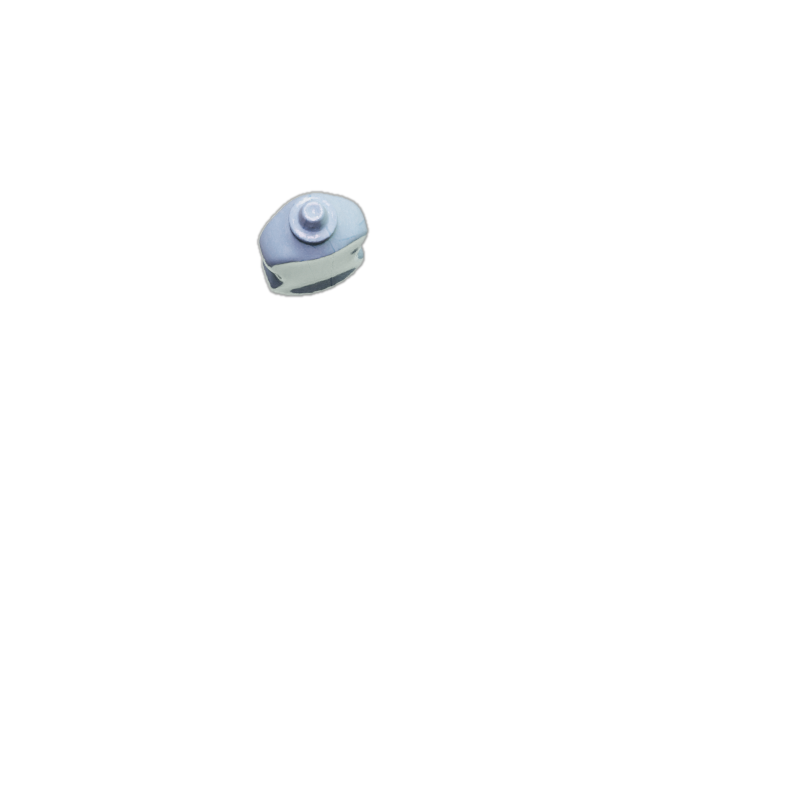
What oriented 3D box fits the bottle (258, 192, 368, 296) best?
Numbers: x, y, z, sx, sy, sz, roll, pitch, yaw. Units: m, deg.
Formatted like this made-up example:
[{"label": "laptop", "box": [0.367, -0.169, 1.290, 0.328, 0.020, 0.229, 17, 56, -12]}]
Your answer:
[{"label": "bottle", "box": [-0.077, -0.141, 0.984, 0.096, 0.060, 0.187, -16, -6, -6]}]
